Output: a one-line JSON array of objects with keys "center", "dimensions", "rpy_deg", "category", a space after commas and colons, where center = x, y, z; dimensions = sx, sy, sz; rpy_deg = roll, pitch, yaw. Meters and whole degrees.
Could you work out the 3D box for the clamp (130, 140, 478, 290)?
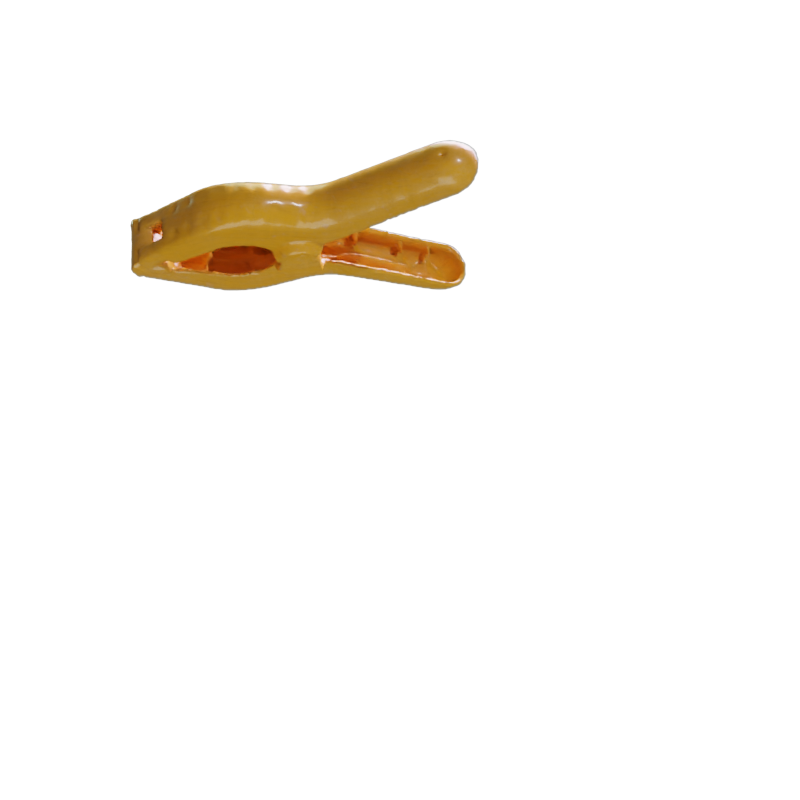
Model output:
[{"center": [-0.043, -0.078, 0.545], "dimensions": [0.173, 0.042, 0.112], "rpy_deg": [-5, -28, 10], "category": "clamp"}]
